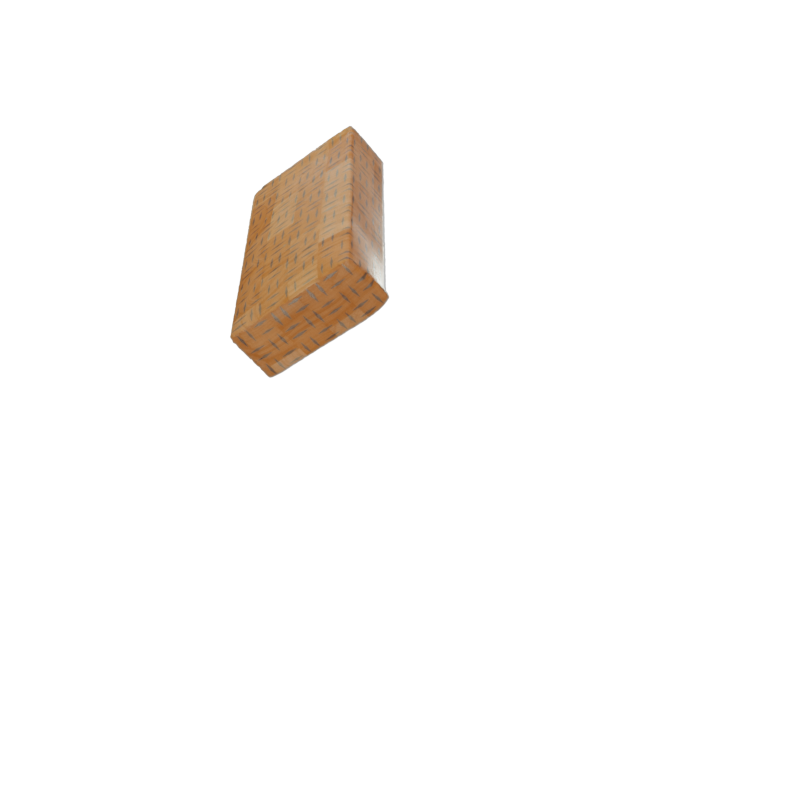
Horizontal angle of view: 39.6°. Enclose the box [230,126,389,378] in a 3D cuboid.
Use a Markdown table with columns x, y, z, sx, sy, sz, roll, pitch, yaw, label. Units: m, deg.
| x | y | z | sx | sy | sz | roll | pitch | yaw | label |
| --- | --- | --- | --- | --- | --- | --- | --- | --- | --- |
| -0.057 | -0.103 | 0.717 | 0.093 | 0.189 | 0.045 | -32 | -56 | 20 | box |
